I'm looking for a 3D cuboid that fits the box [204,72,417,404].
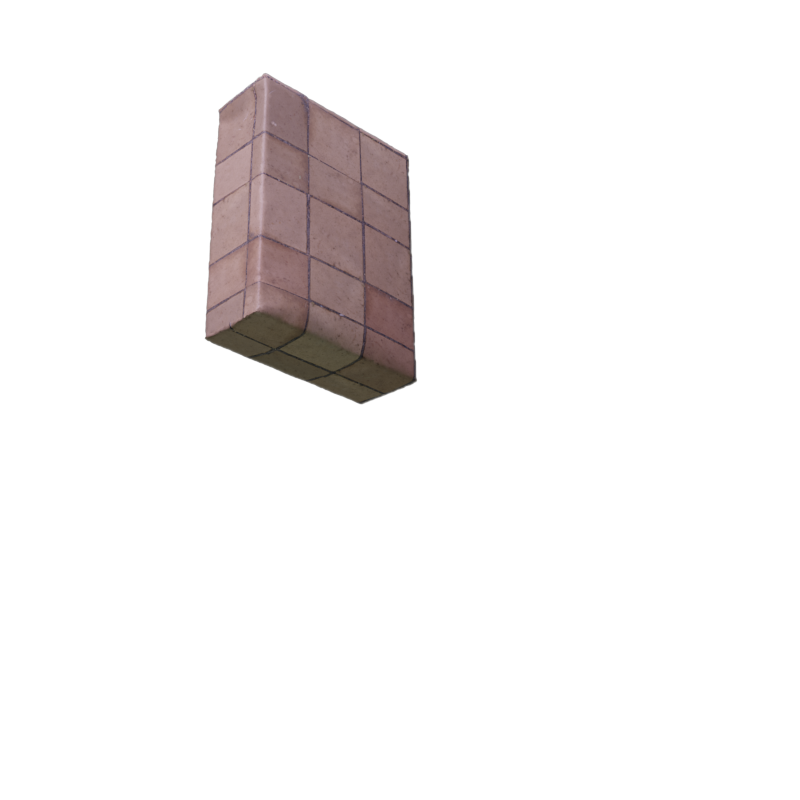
[{"bbox_3d":[-0.068,-0.124,0.867,0.154,0.228,0.072,23,-38,-38],"label":"box"}]
